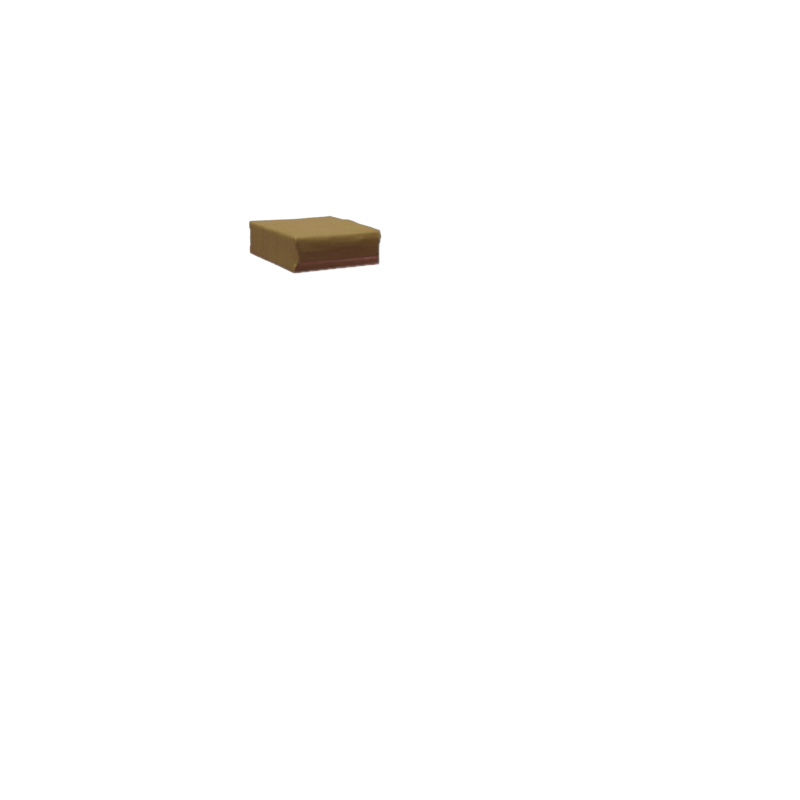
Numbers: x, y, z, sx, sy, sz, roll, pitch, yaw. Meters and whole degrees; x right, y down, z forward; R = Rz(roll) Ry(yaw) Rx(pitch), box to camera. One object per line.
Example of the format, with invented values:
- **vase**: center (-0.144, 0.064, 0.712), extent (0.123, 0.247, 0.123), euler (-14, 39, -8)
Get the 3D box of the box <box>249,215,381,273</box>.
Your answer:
- **box**: center (-0.067, -0.122, 0.857), extent (0.071, 0.029, 0.094), euler (-8, 18, -26)
